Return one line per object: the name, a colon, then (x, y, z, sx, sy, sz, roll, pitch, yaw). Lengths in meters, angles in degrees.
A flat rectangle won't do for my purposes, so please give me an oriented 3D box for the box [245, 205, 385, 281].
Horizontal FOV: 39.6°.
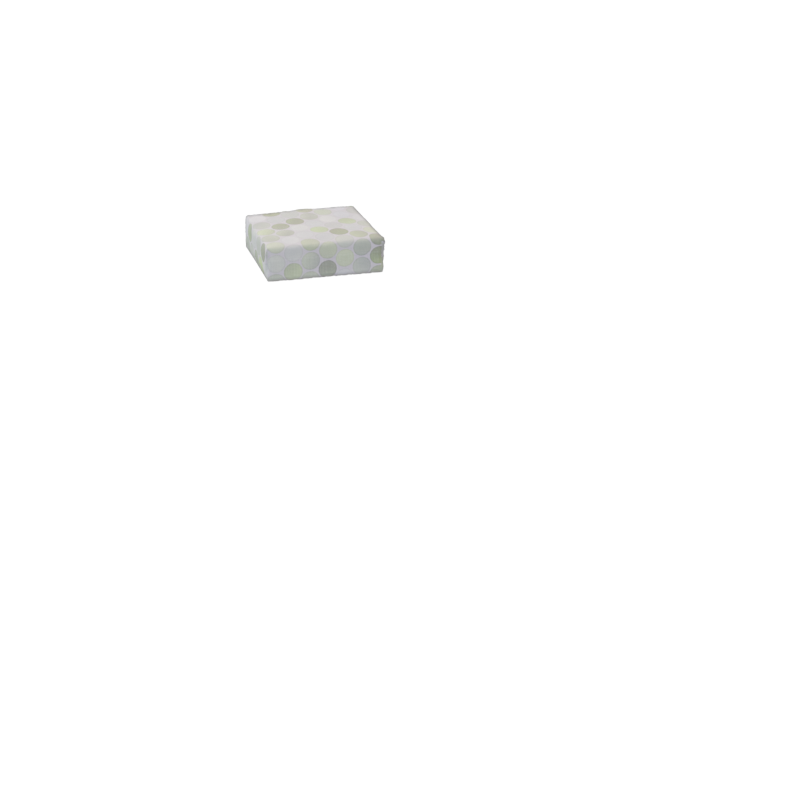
box: (-0.064, -0.117, 0.820, 0.088, 0.029, 0.078, -8, 28, -15)
